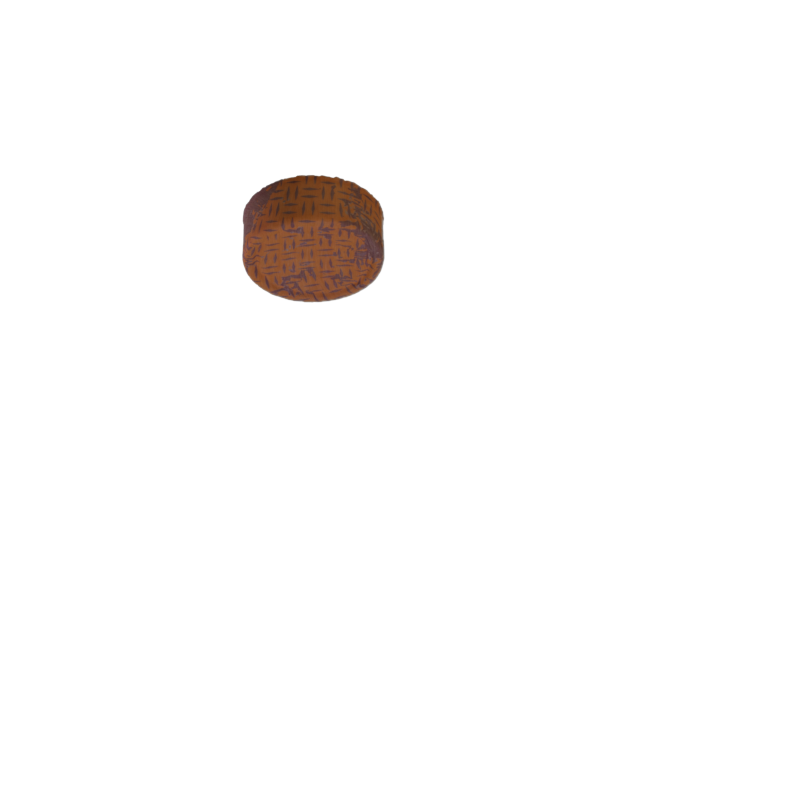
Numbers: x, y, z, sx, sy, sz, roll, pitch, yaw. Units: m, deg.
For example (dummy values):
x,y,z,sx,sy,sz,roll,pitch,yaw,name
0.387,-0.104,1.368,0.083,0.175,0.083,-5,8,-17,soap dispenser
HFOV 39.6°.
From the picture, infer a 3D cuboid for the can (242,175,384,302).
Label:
x,y,z,sx,sy,sz,roll,pitch,yaw,name
-0.052,-0.095,0.663,0.086,0.036,0.080,1,-32,-2,can
